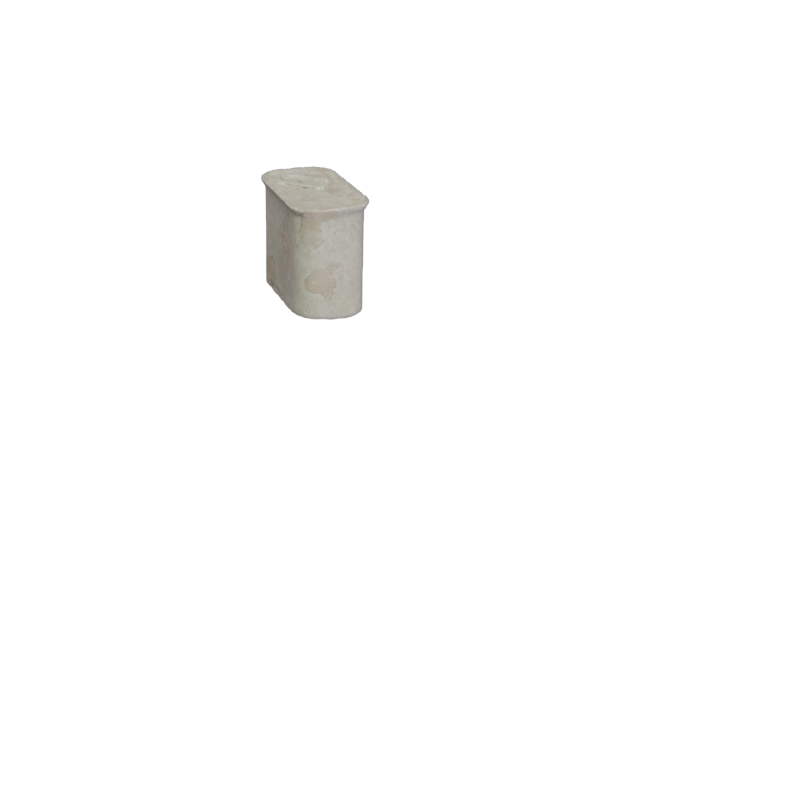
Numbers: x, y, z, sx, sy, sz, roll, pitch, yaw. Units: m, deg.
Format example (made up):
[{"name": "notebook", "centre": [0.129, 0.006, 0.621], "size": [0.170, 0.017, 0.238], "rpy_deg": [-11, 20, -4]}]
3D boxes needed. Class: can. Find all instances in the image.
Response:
[{"name": "can", "centre": [-0.063, -0.114, 0.801], "size": [0.056, 0.080, 0.109], "rpy_deg": [-8, 26, -20]}]
